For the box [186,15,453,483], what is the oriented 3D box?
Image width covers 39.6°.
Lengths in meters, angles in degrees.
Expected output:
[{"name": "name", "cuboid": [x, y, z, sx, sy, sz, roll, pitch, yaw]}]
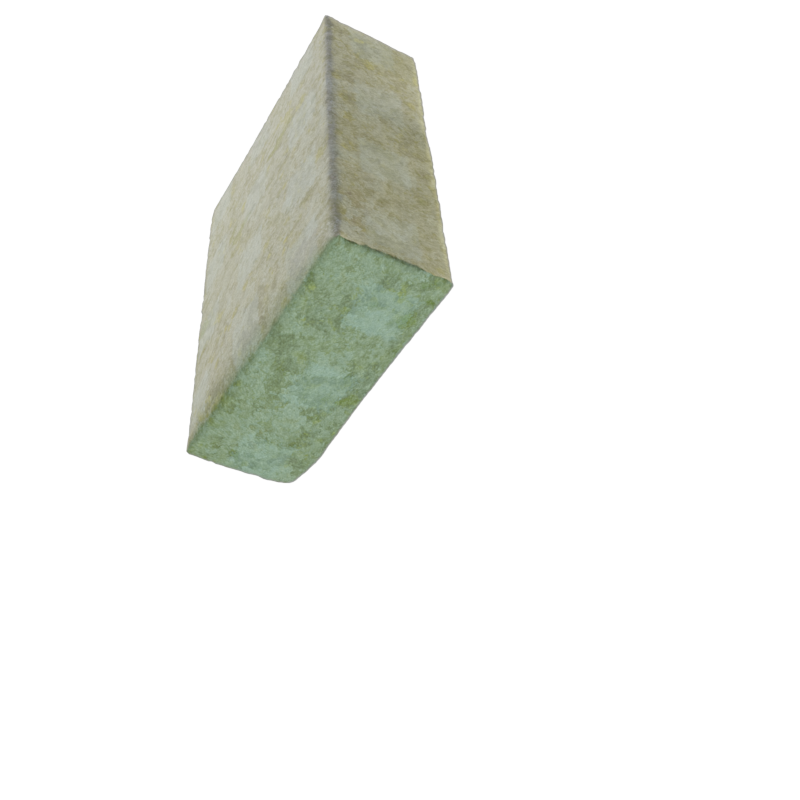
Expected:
[{"name": "box", "cuboid": [-0.048, -0.088, 0.617, 0.069, 0.229, 0.159, 22, -53, -22]}]
